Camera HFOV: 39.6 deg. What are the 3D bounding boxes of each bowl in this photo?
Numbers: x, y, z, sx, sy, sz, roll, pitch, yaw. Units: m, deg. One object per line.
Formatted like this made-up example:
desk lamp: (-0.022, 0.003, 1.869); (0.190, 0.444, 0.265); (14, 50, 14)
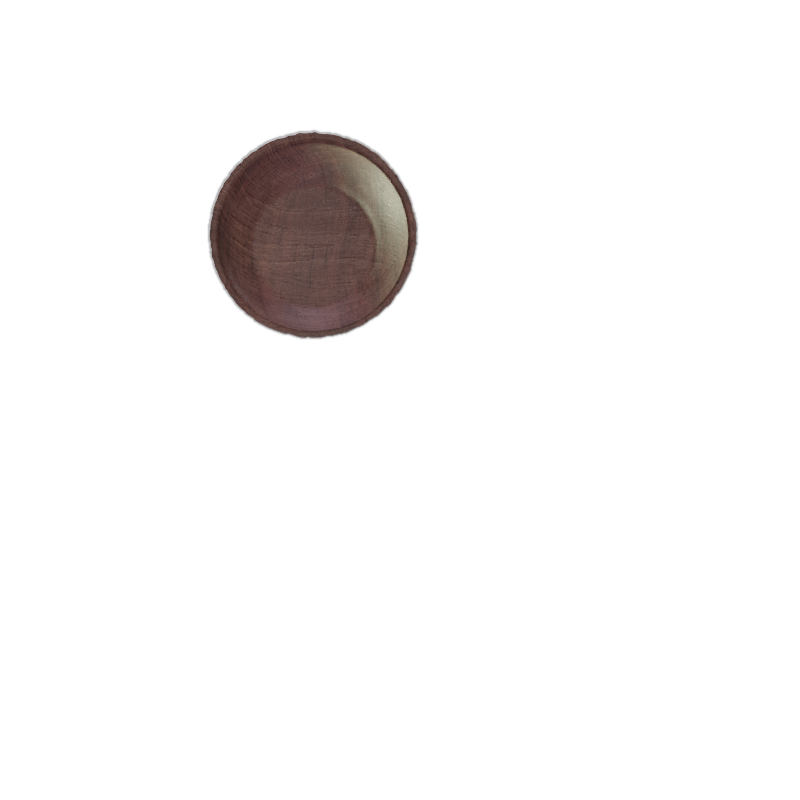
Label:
bowl: (-0.065, -0.119, 0.835); (0.162, 0.158, 0.056); (0, 10, -1)
